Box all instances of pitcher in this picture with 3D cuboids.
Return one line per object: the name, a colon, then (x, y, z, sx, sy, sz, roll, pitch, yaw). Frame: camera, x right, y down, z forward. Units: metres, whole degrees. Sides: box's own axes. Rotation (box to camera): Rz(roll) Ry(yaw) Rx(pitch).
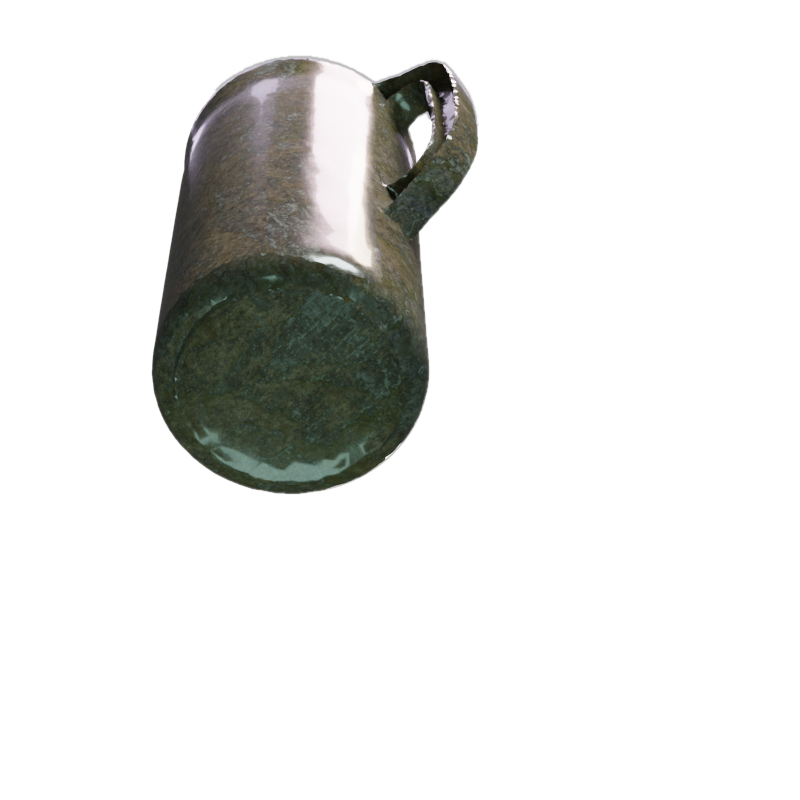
pitcher: (-0.041, -0.075, 0.526, 0.144, 0.142, 0.258, 6, 29, -7)
